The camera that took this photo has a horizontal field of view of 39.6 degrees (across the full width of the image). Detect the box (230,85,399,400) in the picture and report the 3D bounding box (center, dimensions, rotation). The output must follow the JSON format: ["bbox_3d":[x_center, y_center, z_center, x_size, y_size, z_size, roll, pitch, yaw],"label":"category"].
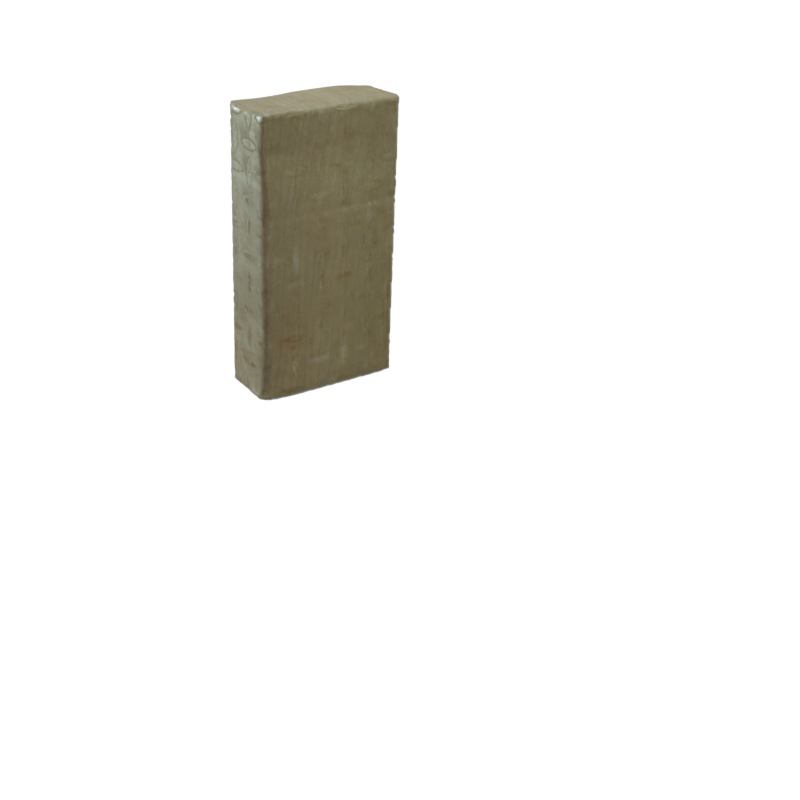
[{"bbox_3d":[-0.051,-0.094,0.655,0.091,0.168,0.051,-13,25,-32],"label":"box"}]
